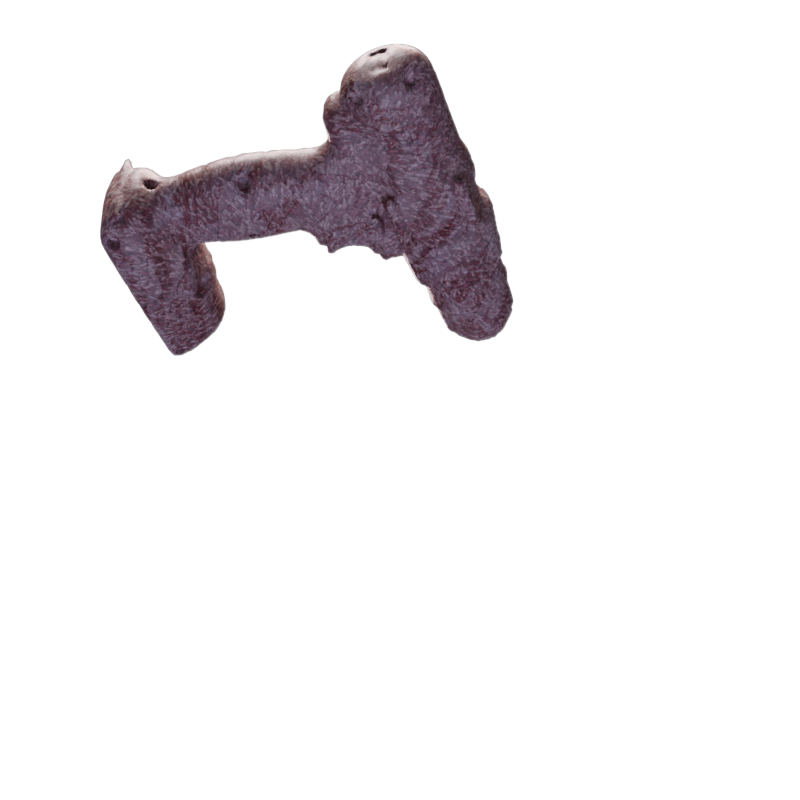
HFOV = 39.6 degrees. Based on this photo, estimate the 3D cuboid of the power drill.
[{"bbox_3d":[-0.045,-0.083,0.578,0.189,0.170,0.062,-15,40,12],"label":"power drill"}]
